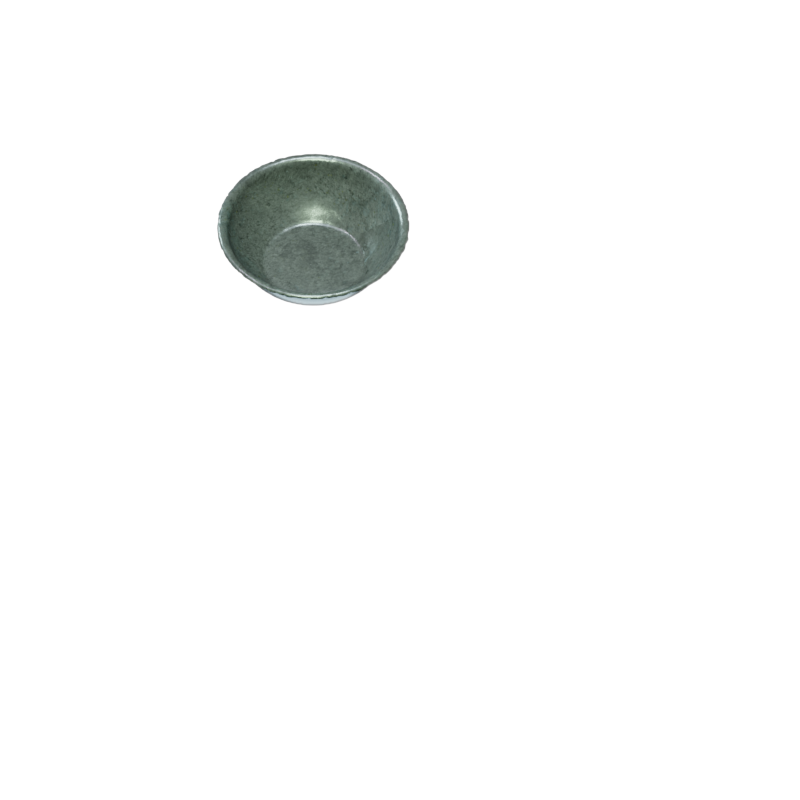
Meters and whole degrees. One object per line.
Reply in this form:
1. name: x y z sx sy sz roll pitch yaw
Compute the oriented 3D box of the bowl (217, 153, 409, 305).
1. bowl: -0.075 -0.136 0.953 0.162 0.174 0.051 -1 -37 -1
